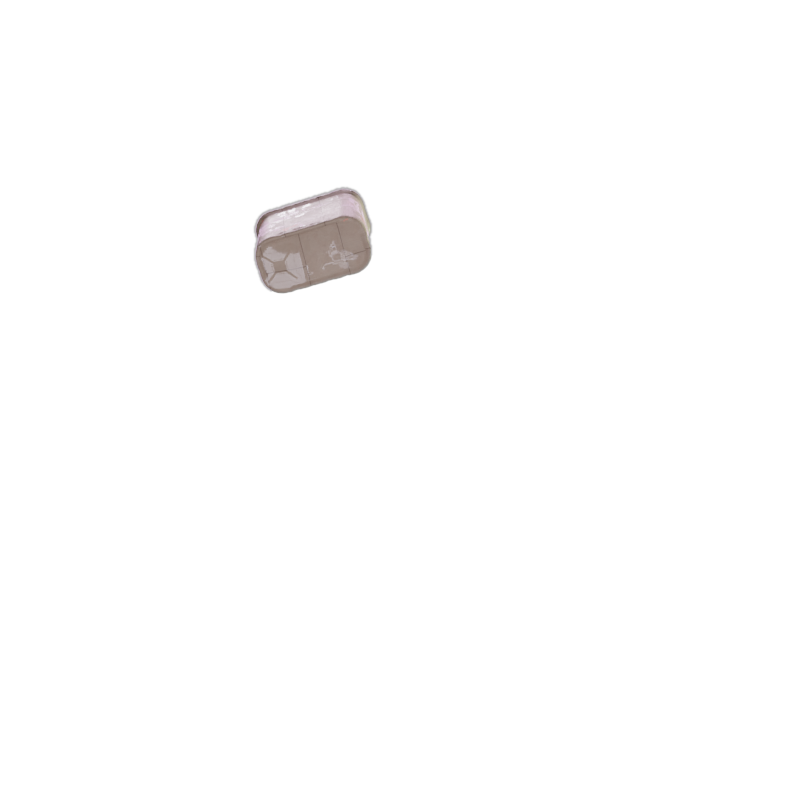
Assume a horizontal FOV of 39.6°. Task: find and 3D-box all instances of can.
[{"bbox_3d":[-0.075,-0.137,0.961,0.102,0.055,0.088,-17,21,4],"label":"can"}]
